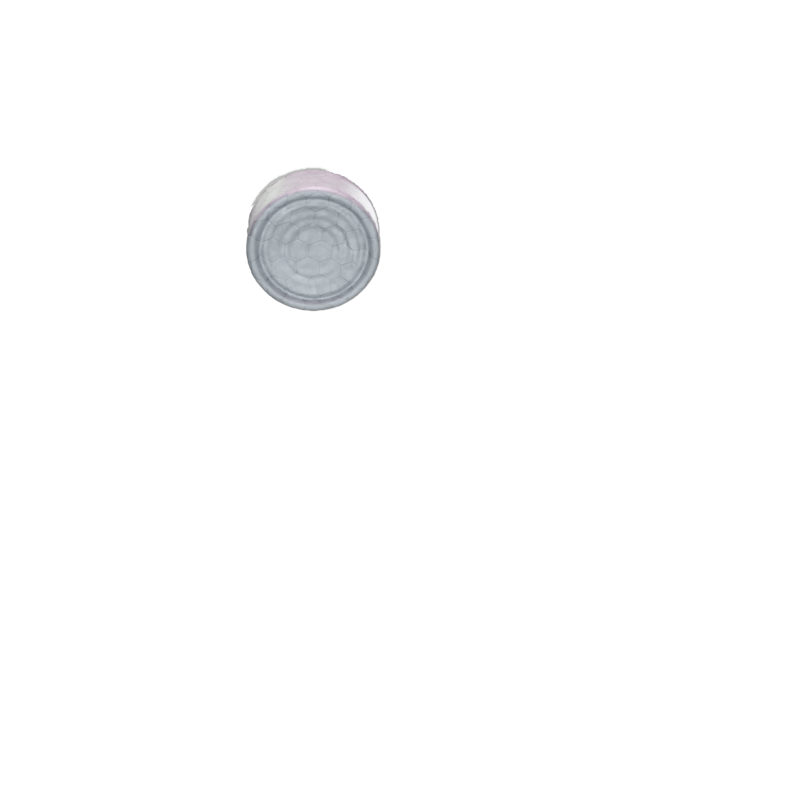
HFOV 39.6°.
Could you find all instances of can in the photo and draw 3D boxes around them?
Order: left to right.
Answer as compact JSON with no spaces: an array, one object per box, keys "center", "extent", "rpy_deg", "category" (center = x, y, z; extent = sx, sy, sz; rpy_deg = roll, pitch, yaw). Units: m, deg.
[{"center":[-0.055,-0.100,0.702],"extent":[0.086,0.082,0.035],"rpy_deg":[1,24,-1],"category":"can"}]
